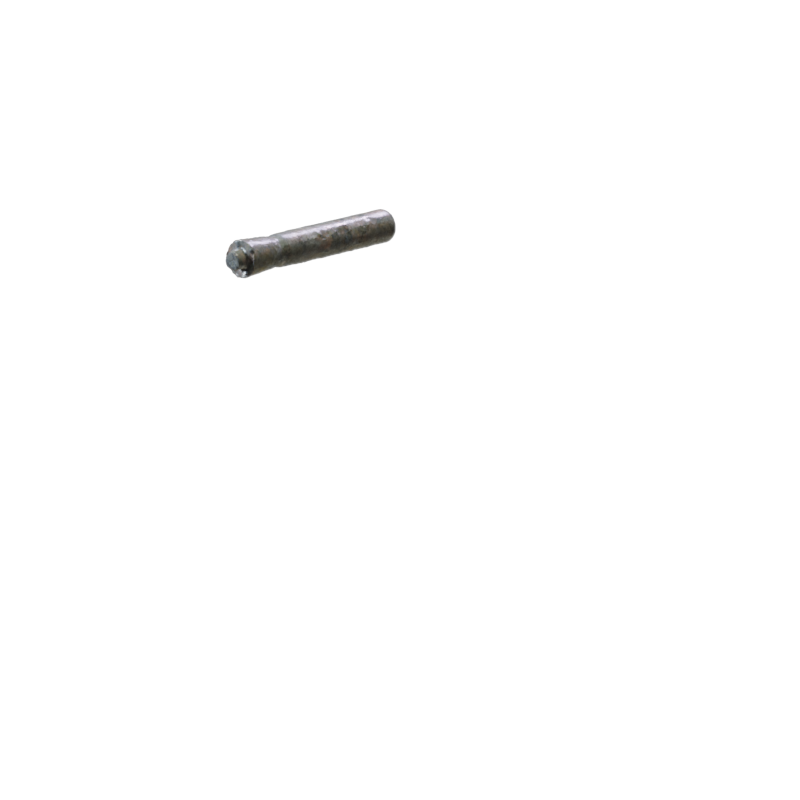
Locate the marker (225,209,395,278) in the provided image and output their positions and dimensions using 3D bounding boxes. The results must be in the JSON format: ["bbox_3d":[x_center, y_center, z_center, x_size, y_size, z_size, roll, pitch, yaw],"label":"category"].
[{"bbox_3d":[-0.044,-0.081,0.568,0.021,0.019,0.119,3,17,37],"label":"marker"}]
